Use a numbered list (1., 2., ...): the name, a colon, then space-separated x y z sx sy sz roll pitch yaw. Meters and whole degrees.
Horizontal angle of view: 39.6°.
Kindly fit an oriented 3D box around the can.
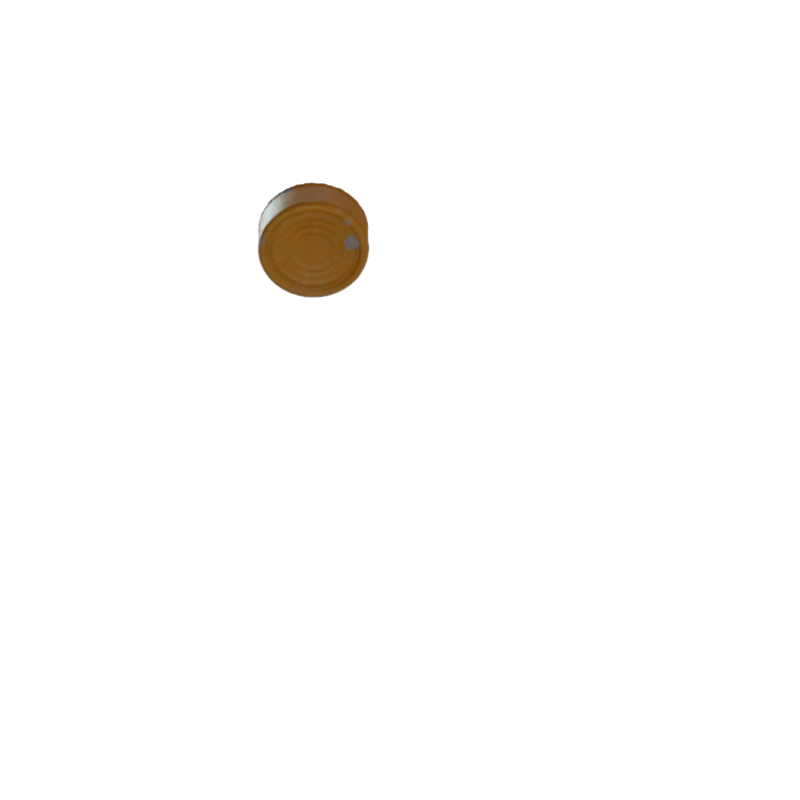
1. can: -0.066 -0.121 0.848 0.086 0.080 0.036 1 35 -1
